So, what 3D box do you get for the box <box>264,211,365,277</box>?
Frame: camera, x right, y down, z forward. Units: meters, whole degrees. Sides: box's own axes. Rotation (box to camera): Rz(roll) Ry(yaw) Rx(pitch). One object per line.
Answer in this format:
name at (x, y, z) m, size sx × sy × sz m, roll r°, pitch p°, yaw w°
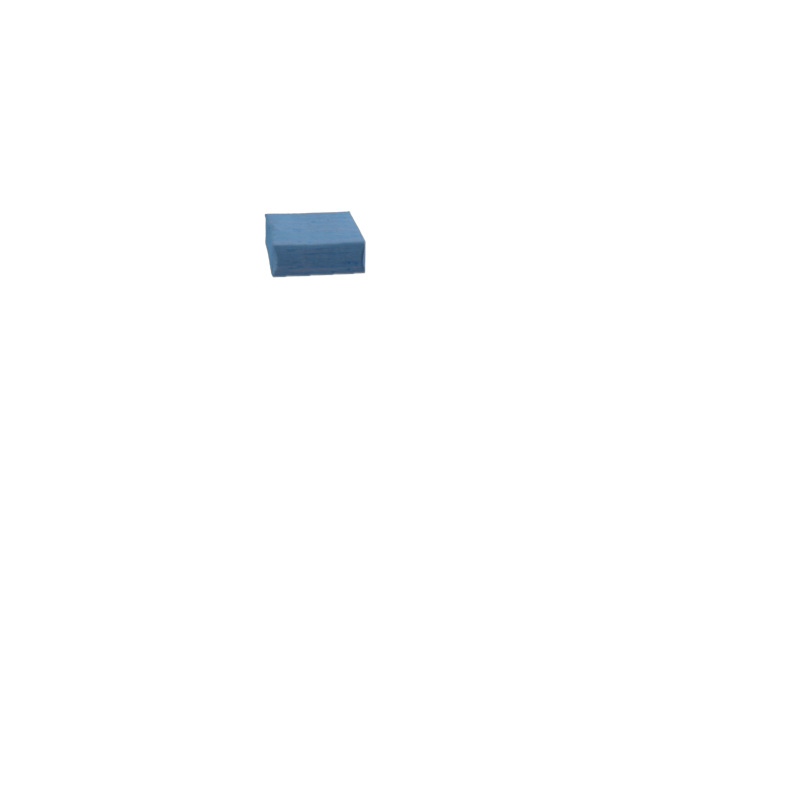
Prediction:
box at (-0.070, -0.127, 0.888) m, size 0.072 × 0.029 × 0.094 m, roll -3°, pitch 25°, yaw -8°
